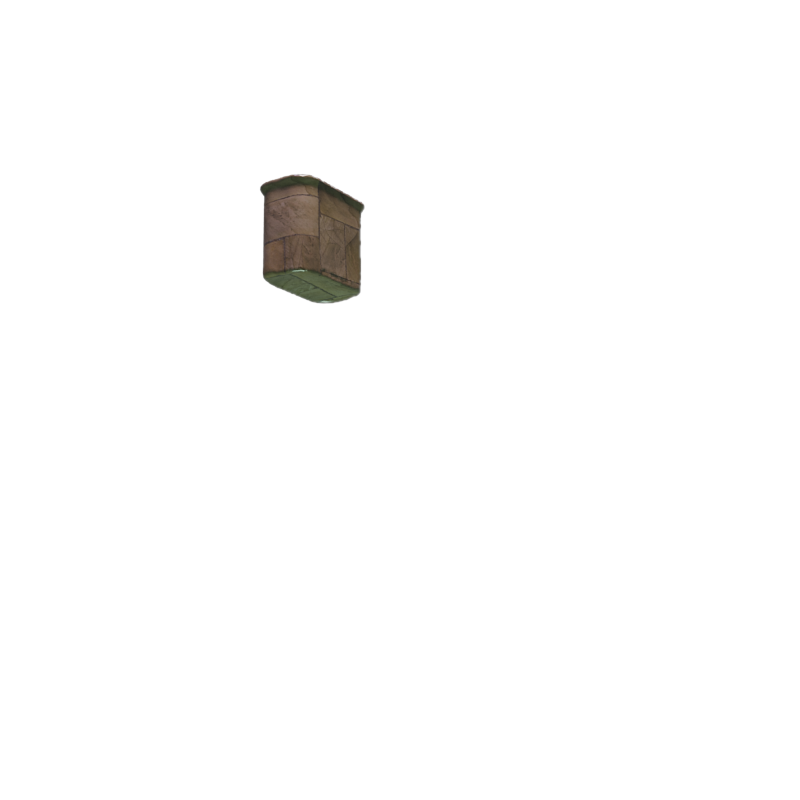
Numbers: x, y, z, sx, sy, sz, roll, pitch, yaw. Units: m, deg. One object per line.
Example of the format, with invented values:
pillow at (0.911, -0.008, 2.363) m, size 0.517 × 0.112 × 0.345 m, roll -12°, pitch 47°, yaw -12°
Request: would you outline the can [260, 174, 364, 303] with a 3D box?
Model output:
can at (-0.074, -0.136, 0.951) m, size 0.059 × 0.087 × 0.096 m, roll -12°, pitch -19°, yaw 32°
